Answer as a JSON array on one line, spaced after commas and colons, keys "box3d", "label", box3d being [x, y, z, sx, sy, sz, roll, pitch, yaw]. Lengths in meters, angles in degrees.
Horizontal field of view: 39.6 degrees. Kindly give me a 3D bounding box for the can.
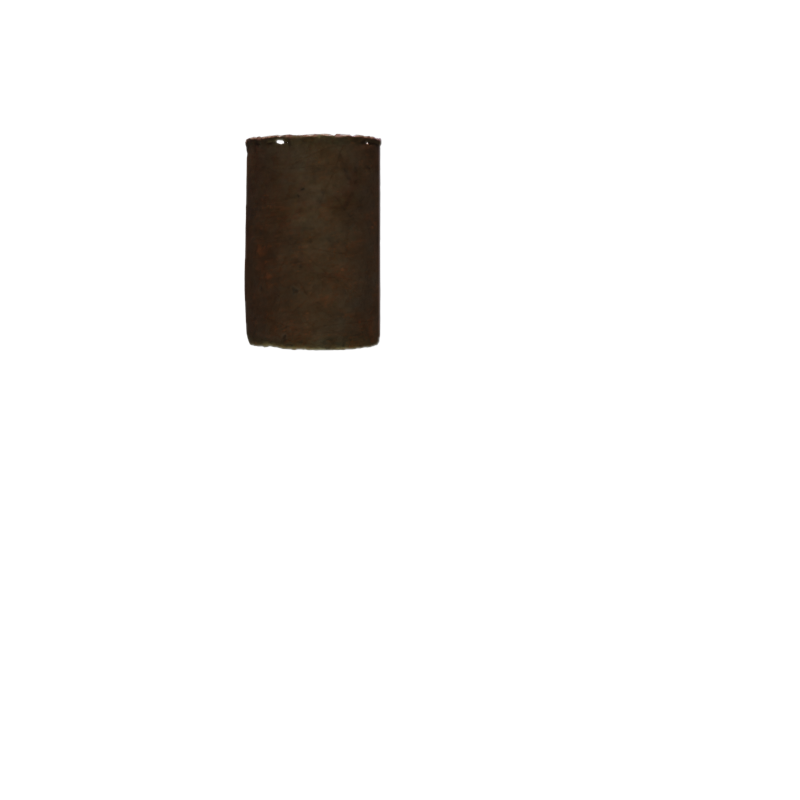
[{"box3d": [-0.043, -0.079, 0.551, 0.068, 0.102, 0.069, 0, 3, -2], "label": "can"}]
